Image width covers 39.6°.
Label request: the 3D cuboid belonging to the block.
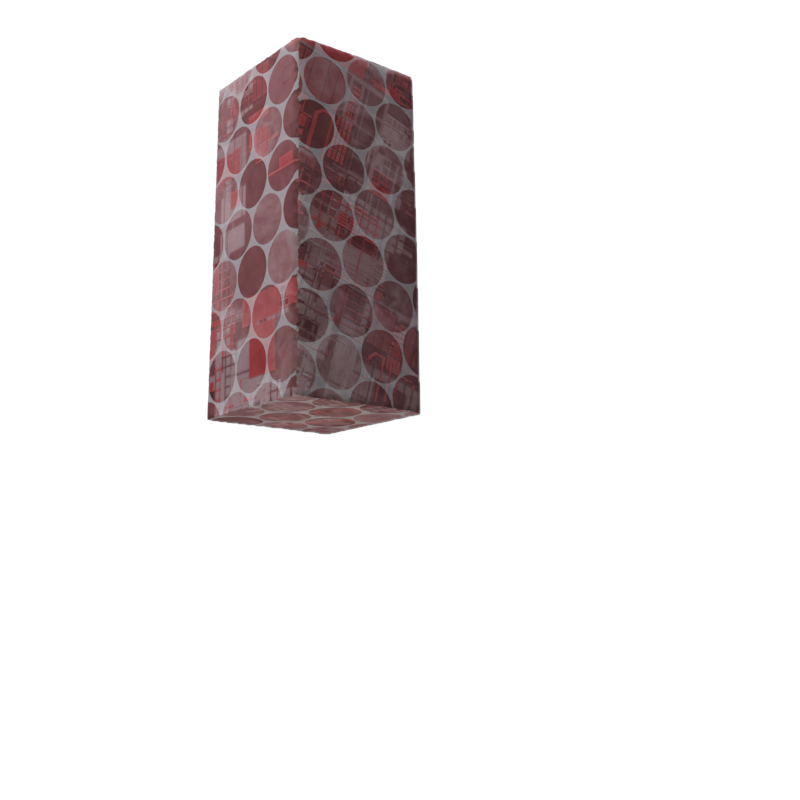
[{"bbox_3d":[-0.050,-0.093,0.650,0.086,0.215,0.091,12,-22,-37],"label":"block"}]
